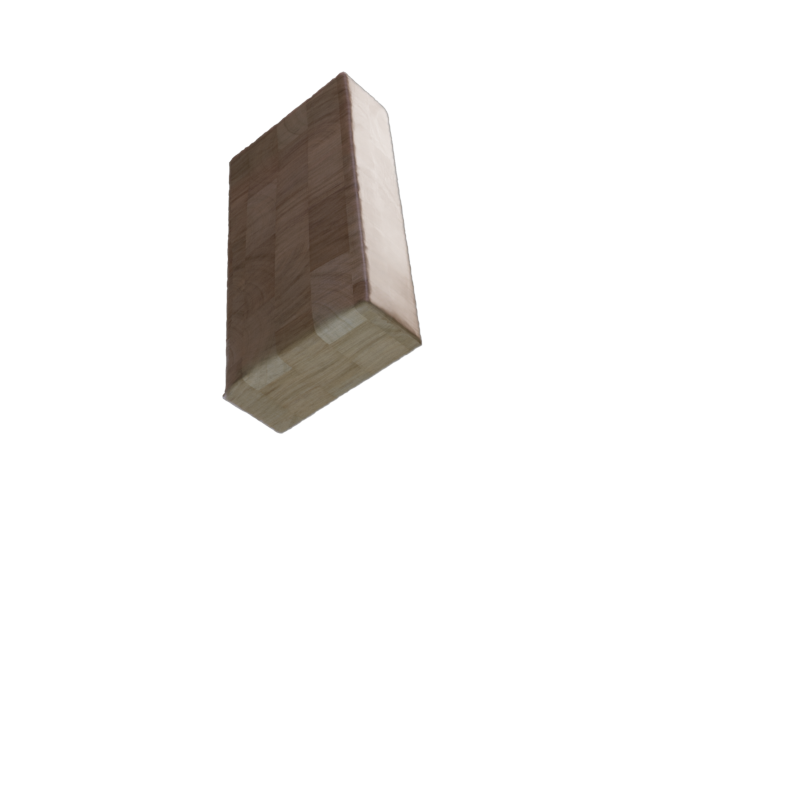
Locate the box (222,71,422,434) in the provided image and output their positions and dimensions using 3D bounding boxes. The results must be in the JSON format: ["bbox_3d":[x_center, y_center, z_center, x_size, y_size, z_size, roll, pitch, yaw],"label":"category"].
[{"bbox_3d":[-0.044,-0.080,0.562,0.093,0.189,0.045,-32,-51,26],"label":"box"}]
